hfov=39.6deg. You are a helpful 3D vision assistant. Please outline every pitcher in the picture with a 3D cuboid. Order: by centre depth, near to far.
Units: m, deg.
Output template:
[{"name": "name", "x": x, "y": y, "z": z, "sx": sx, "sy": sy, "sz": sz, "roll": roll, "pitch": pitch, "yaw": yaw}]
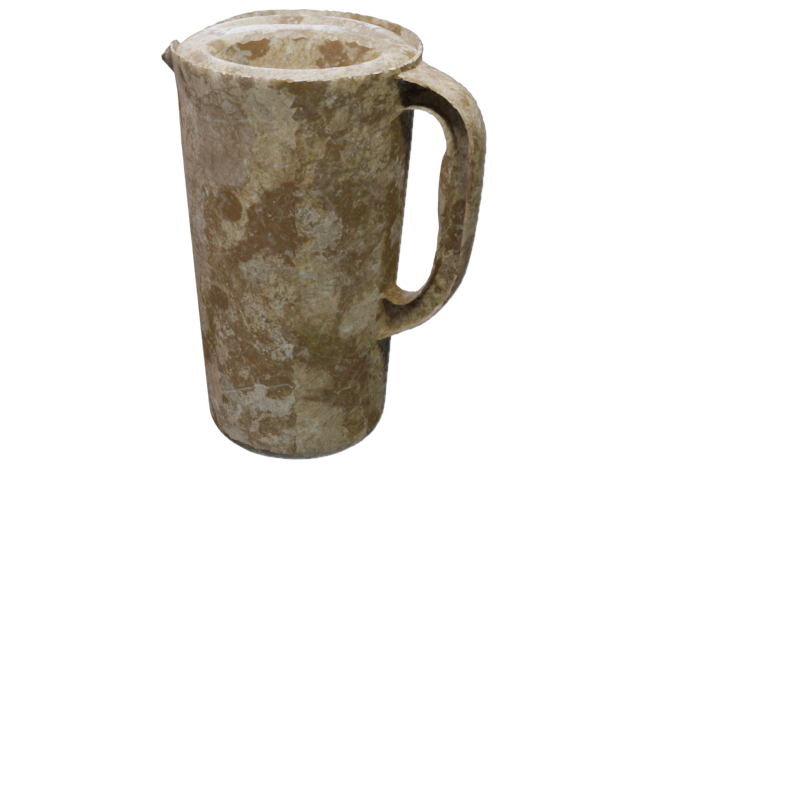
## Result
[{"name": "pitcher", "x": -0.049, "y": -0.089, "z": 0.625, "sx": 0.142, "sy": 0.229, "sz": 0.161, "roll": -9, "pitch": 31, "yaw": -18}]
